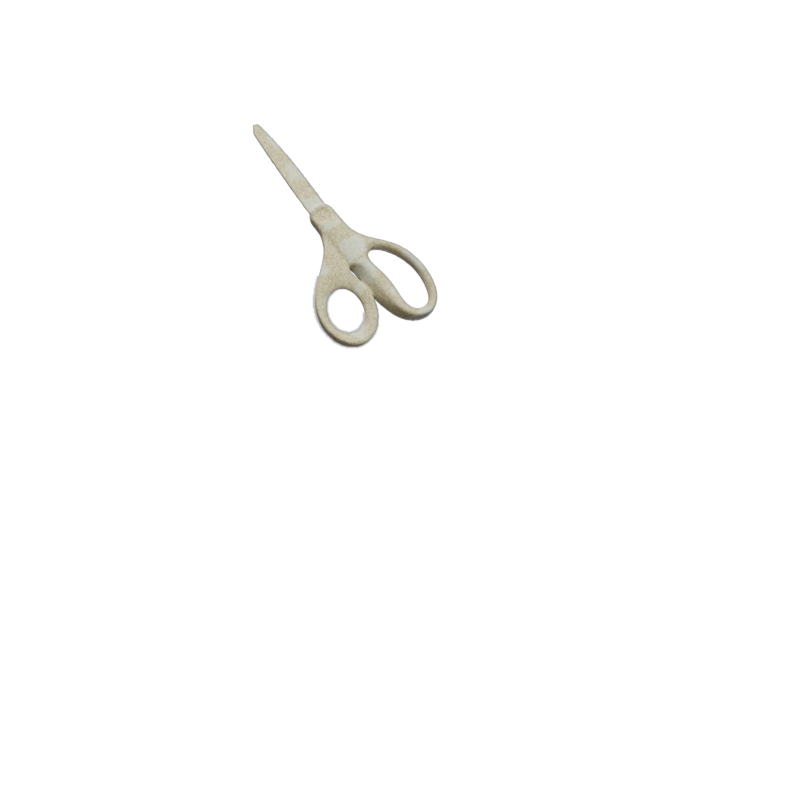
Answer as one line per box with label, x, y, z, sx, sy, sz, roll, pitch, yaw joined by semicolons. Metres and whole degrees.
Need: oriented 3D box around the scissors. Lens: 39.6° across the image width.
scissors;-0.064;-0.117;0.820;0.210;0.098;0.015;39;-19;16
